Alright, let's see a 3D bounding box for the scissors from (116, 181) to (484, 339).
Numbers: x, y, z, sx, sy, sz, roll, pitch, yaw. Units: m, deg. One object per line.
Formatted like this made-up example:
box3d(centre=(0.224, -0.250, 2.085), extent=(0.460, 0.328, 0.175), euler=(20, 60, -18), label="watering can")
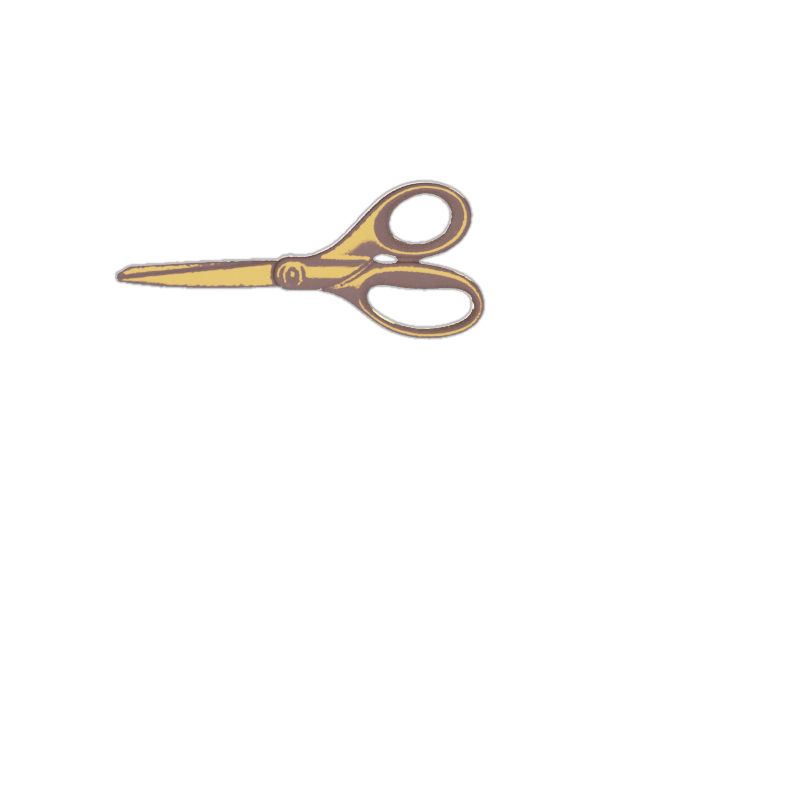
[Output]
box3d(centre=(-0.048, -0.087, 0.609), extent=(0.201, 0.095, 0.016), euler=(14, 8, -2), label="scissors")
